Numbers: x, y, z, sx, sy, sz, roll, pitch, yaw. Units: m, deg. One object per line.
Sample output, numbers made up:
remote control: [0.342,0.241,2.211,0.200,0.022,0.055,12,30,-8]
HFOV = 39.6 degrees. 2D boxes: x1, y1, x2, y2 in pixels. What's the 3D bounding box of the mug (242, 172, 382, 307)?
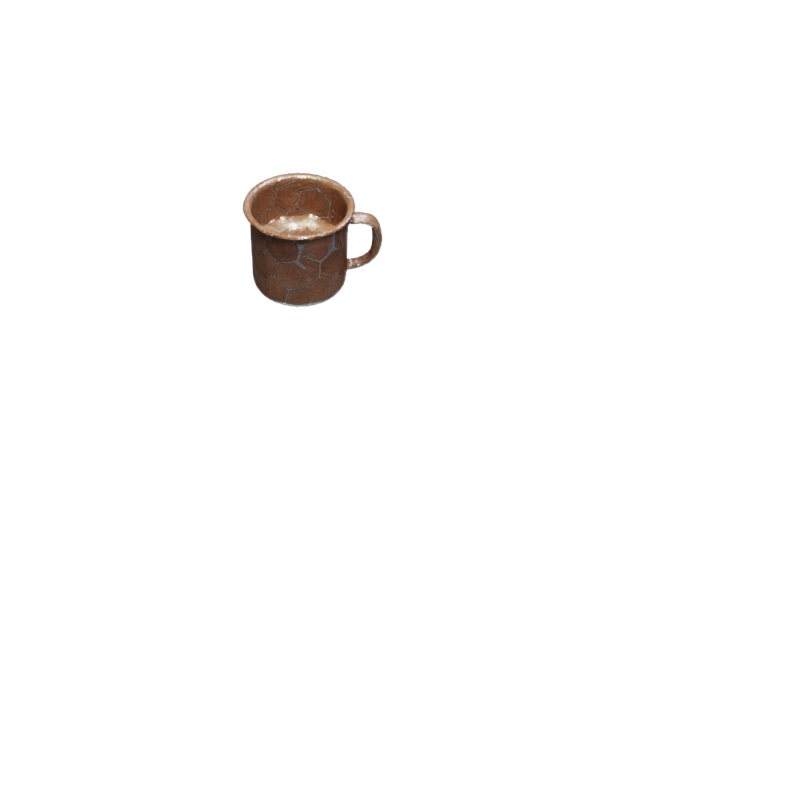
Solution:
mug: [-0.074,-0.135,0.943,0.116,0.076,0.100,-4,42,-5]
